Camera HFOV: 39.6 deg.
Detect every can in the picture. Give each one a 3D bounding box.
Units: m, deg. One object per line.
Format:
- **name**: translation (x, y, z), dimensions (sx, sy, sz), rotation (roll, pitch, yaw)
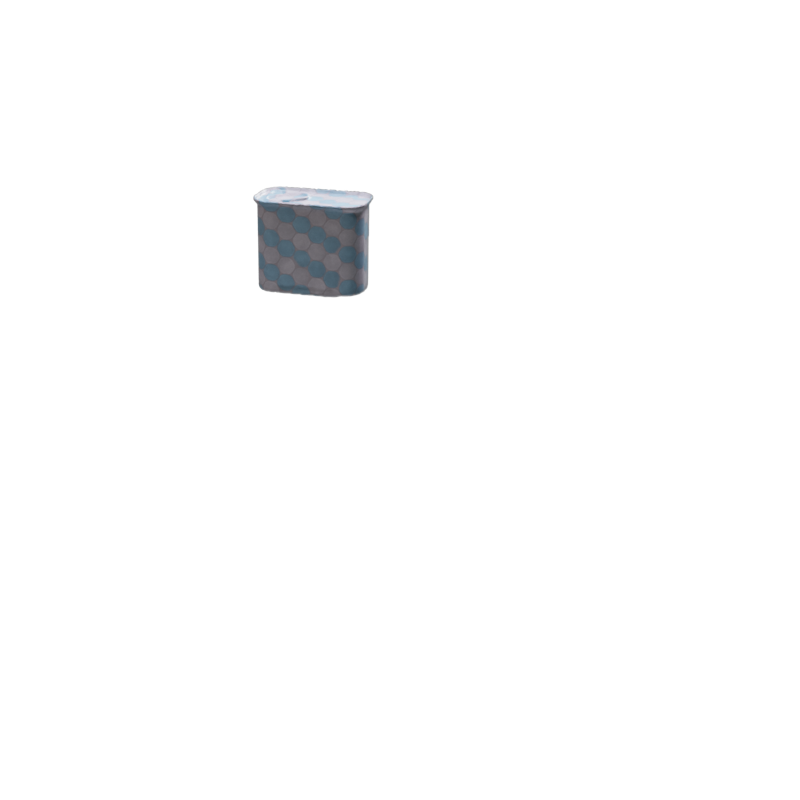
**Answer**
- **can**: translation (-0.077, -0.139, 0.976), dimensions (0.104, 0.080, 0.059), rotation (6, 20, 14)
